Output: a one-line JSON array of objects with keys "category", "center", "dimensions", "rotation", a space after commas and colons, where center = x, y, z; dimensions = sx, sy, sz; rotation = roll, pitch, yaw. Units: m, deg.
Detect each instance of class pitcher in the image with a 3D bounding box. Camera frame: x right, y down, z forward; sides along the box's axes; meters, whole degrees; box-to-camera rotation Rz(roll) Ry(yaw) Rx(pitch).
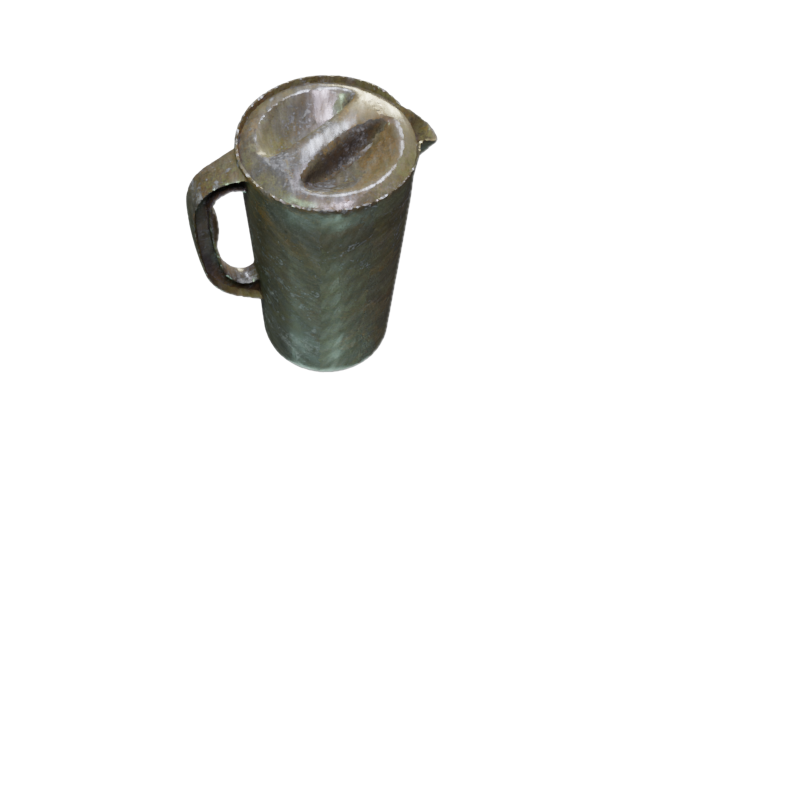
[{"category": "pitcher", "center": [-0.069, -0.125, 0.876], "dimensions": [0.154, 0.150, 0.227], "rotation": [22, -32, 12]}]
